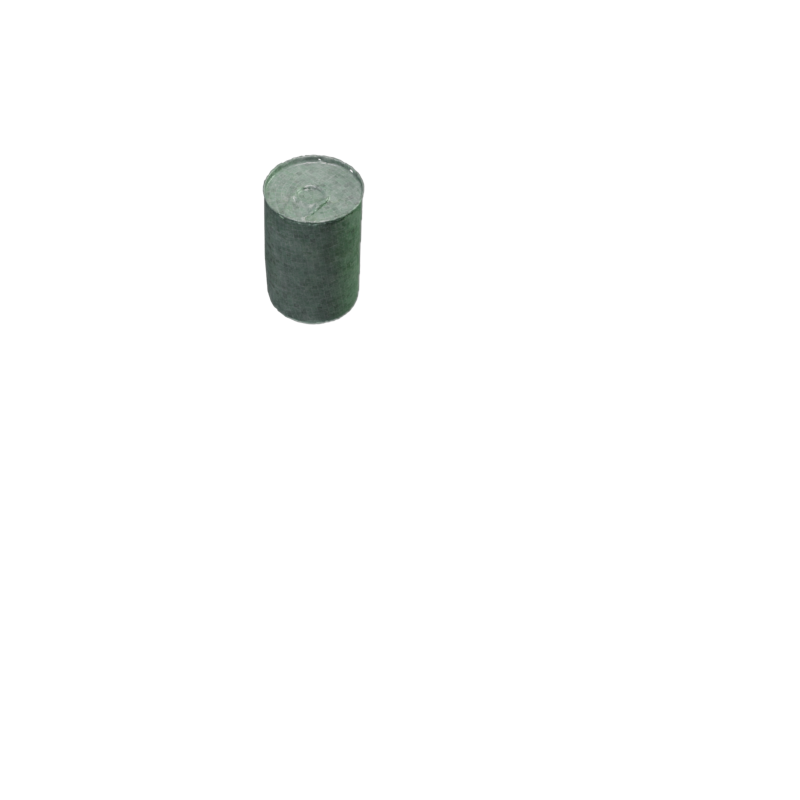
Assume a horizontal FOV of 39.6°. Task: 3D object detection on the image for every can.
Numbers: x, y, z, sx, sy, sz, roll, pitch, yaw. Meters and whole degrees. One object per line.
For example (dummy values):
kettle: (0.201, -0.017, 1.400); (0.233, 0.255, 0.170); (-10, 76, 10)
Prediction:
can: (-0.060, -0.110, 0.773); (0.068, 0.074, 0.095); (0, -42, -3)
